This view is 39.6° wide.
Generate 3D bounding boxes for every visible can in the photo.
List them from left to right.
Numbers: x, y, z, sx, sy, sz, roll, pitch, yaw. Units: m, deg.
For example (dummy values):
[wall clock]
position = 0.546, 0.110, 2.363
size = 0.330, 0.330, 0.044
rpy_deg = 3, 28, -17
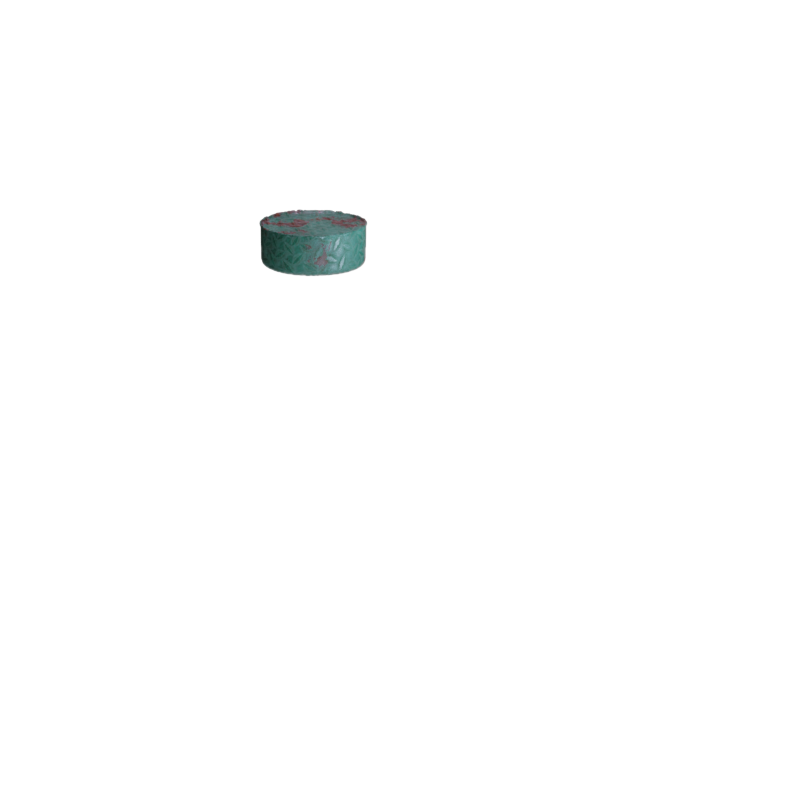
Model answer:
[can]
position = -0.069, -0.127, 0.888
size = 0.086, 0.032, 0.090
rpy_deg = -1, 22, -2
